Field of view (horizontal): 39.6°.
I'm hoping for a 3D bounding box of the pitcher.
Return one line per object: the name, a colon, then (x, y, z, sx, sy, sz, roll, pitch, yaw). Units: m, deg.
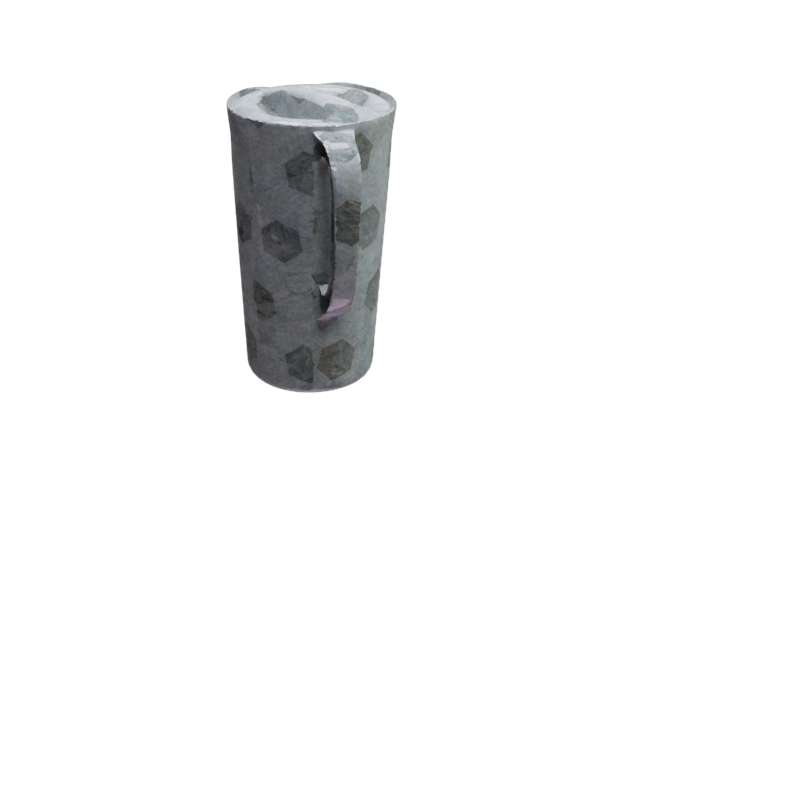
pitcher: (-0.070, -0.128, 0.900, 0.151, 0.231, 0.151, 13, 27, 24)
